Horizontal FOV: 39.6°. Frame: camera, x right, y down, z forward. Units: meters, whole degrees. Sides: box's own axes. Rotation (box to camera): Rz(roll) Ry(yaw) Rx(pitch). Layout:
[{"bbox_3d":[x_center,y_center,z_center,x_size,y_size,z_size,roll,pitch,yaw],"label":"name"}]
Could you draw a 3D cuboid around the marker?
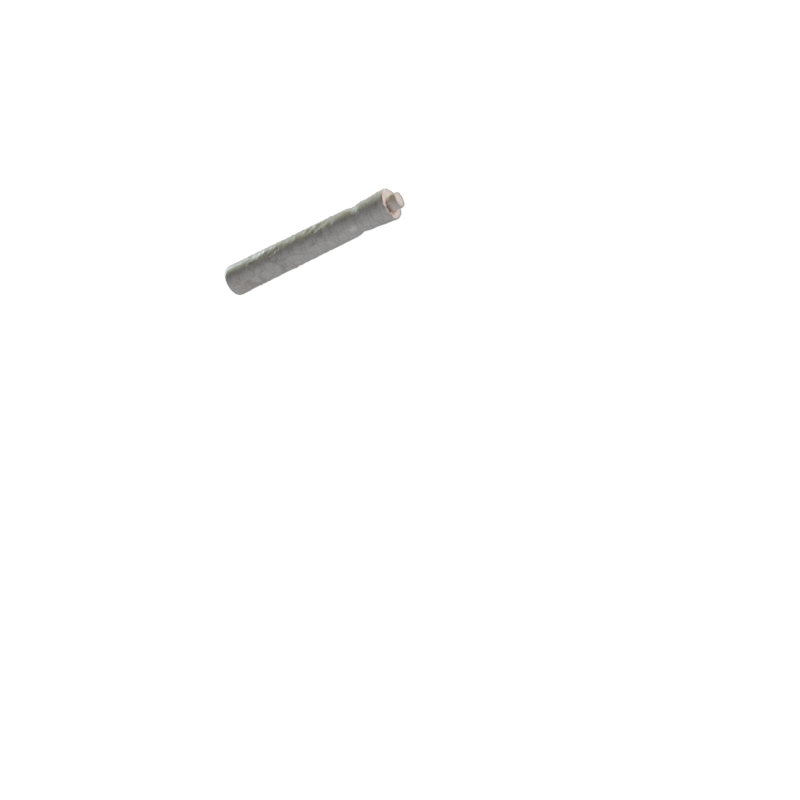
[{"bbox_3d":[-0.050,-0.091,0.635,0.122,0.020,0.019,-21,-7,29],"label":"marker"}]
